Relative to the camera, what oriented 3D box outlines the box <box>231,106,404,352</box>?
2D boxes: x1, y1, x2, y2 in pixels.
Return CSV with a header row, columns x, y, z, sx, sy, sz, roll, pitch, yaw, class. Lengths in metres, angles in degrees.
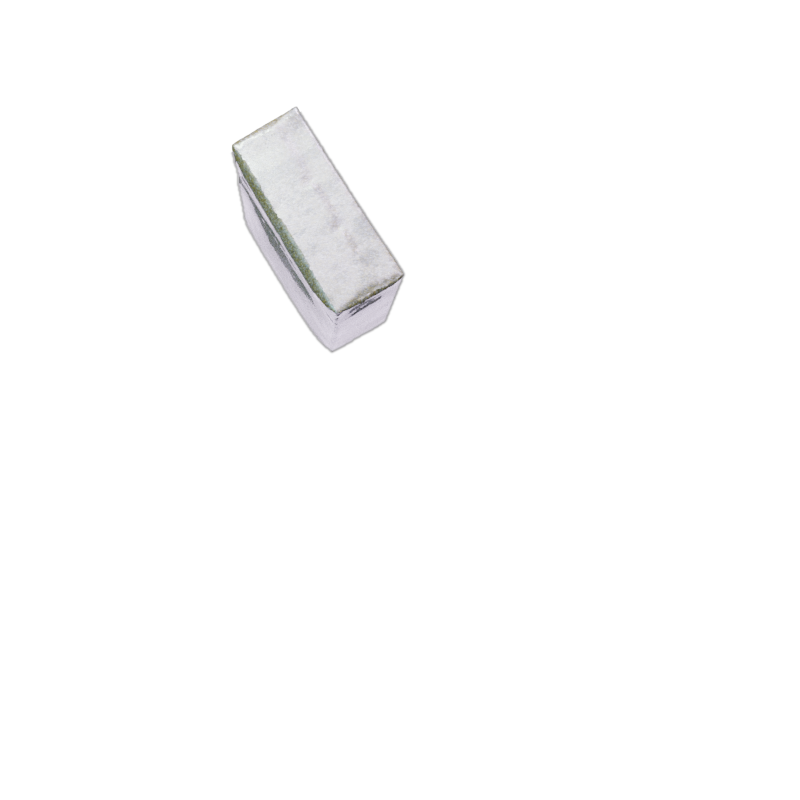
x,y,z,sx,sy,sz,roll,pitch,yaw,class
-0.075,-0.137,0.963,0.072,0.169,0.209,-31,-6,-7,box
